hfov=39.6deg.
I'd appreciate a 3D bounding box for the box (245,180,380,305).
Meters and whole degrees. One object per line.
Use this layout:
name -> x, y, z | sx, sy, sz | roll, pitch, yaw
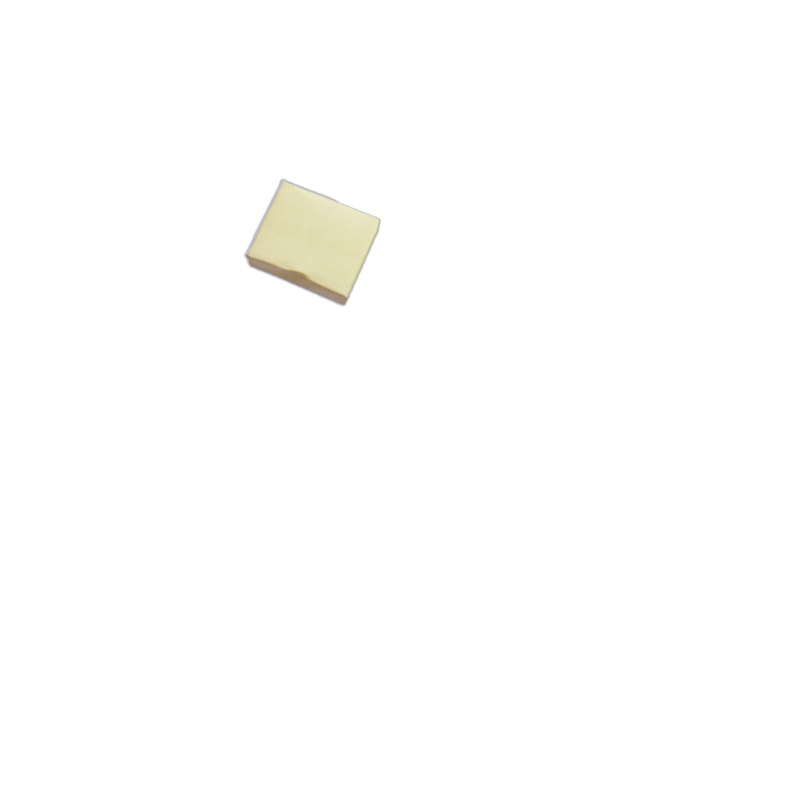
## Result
box -> -0.071, -0.129, 0.902 | 0.091, 0.075, 0.029 | 23, -17, 7
